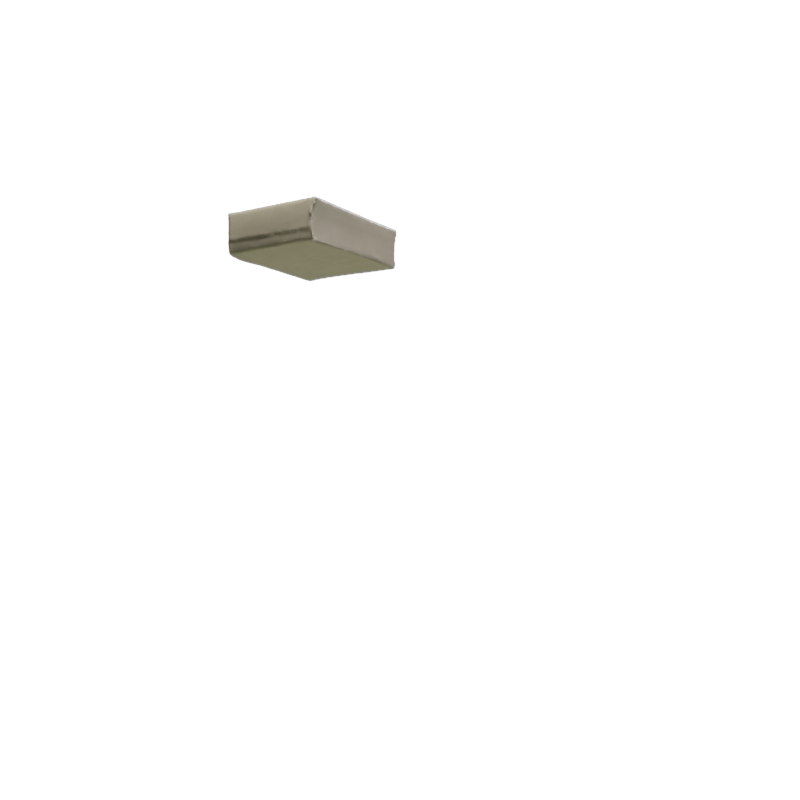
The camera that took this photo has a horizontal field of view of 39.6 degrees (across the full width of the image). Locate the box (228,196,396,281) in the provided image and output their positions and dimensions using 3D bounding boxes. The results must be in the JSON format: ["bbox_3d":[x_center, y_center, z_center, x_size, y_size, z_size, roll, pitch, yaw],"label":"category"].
[{"bbox_3d":[-0.070,-0.128,0.896,0.092,0.040,0.108,-5,-9,35],"label":"box"}]
